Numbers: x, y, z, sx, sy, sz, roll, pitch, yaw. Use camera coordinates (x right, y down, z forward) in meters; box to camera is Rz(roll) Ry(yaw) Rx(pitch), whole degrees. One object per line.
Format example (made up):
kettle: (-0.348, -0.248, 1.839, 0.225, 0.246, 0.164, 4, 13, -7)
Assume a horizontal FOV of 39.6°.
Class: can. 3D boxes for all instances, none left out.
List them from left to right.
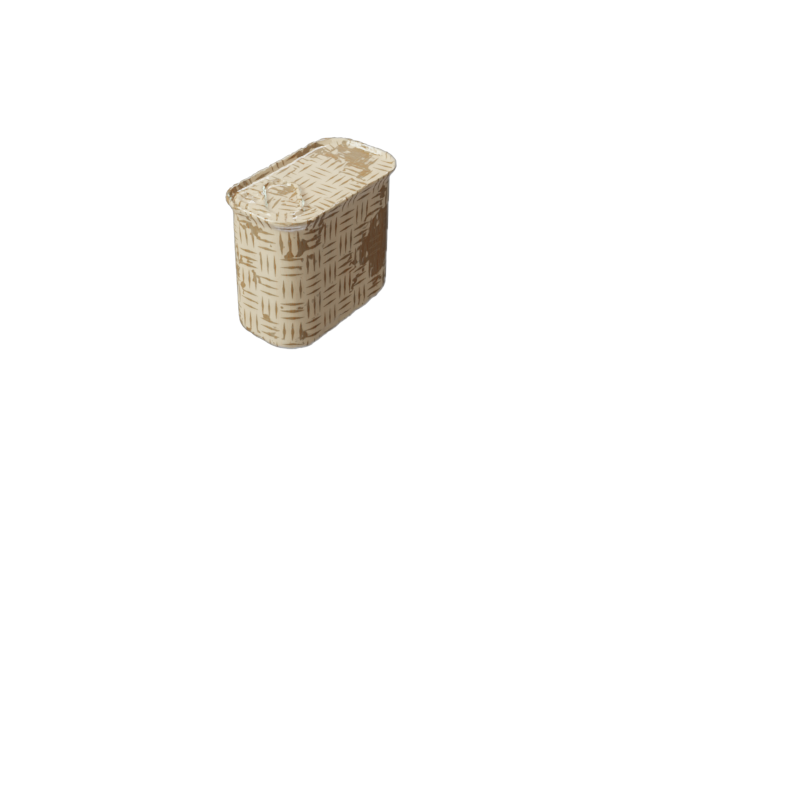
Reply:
can: (-0.049, -0.089, 0.627, 0.061, 0.078, 0.103, 24, 41, 28)
